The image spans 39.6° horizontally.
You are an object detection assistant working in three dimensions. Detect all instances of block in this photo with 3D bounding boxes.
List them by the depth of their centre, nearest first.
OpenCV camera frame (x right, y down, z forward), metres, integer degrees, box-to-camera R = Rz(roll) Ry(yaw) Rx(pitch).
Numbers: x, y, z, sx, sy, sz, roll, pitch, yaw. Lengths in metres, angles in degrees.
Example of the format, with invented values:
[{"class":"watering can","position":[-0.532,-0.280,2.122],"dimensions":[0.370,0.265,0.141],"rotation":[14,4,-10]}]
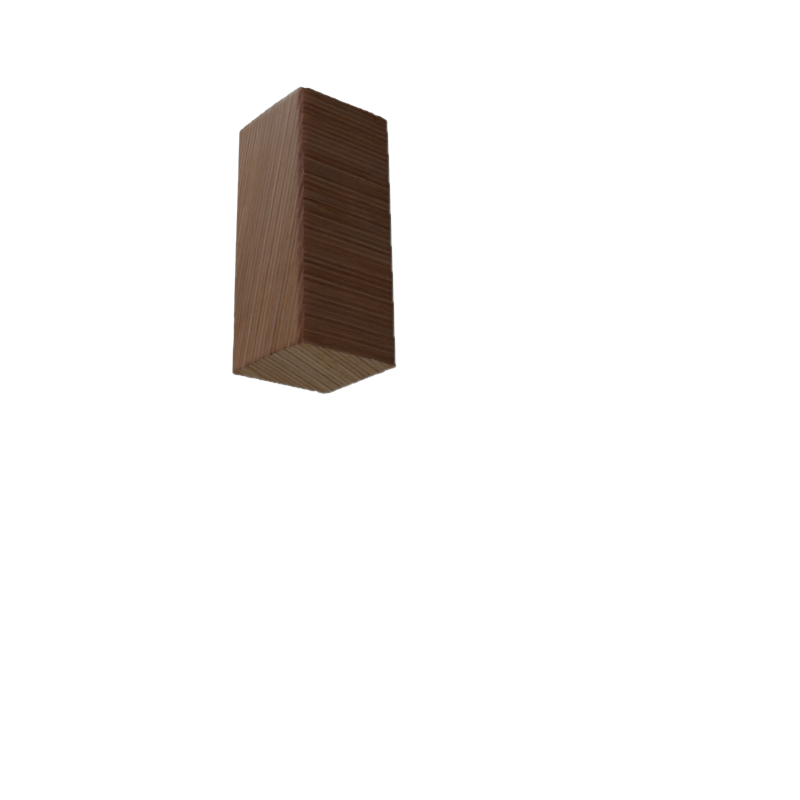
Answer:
[{"class":"block","position":[-0.066,-0.122,0.852],"dimensions":[0.086,0.217,0.090],"rotation":[16,-28,-36]}]
